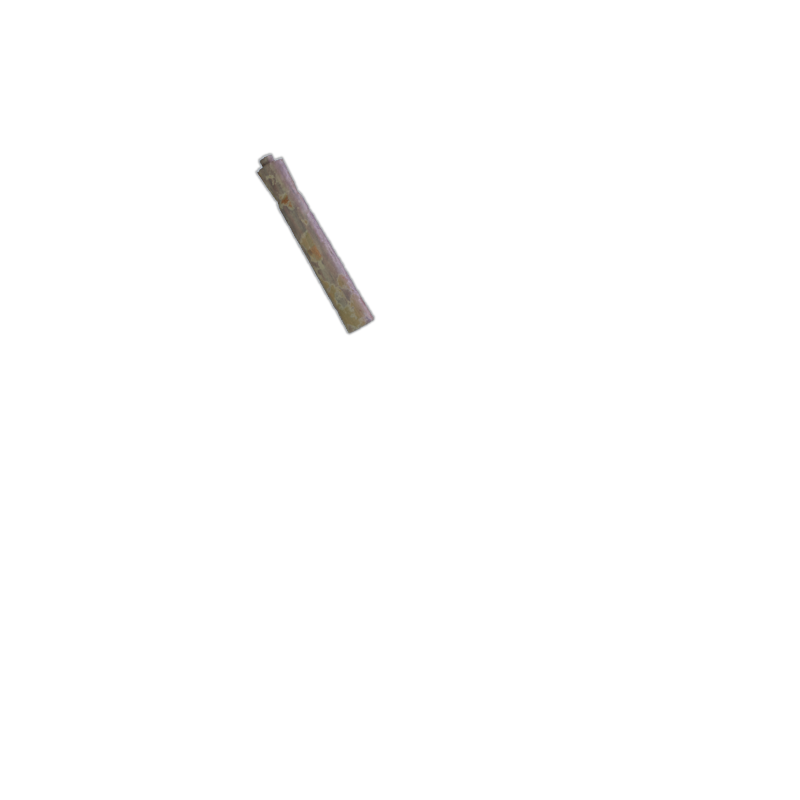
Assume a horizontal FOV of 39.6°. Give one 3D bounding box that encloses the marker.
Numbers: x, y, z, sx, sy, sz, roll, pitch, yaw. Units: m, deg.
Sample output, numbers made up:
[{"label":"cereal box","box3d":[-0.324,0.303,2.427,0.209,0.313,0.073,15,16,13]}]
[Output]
[{"label":"marker","box3d":[-0.054,-0.098,0.683,0.020,0.122,0.020,-29,-3,-2]}]
